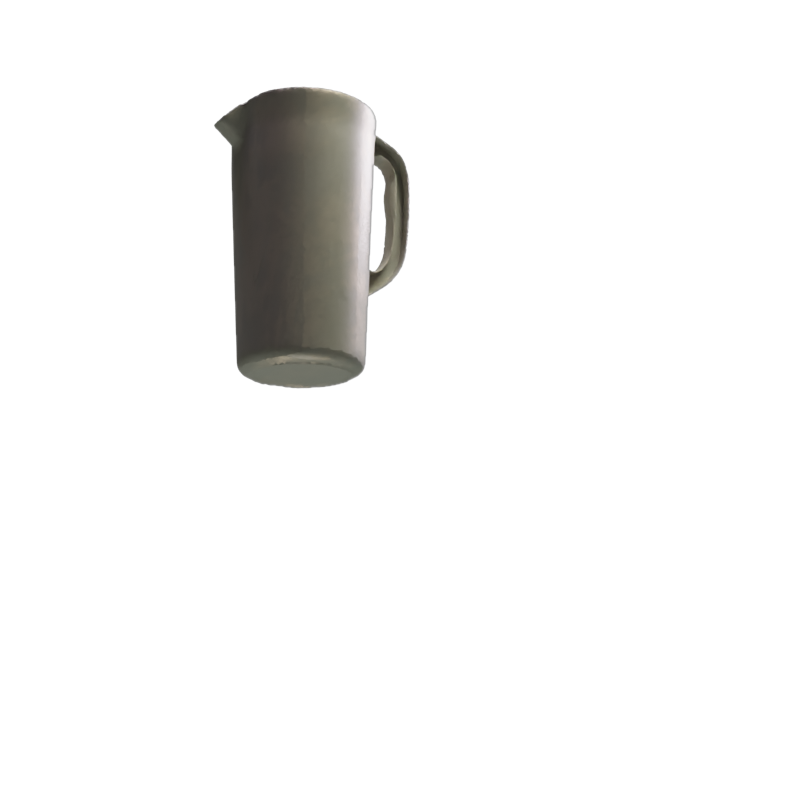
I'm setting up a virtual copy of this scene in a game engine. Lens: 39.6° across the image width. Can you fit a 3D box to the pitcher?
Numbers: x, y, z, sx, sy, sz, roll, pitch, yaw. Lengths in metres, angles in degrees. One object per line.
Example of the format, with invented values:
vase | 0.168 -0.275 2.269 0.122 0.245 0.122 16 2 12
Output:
pitcher | -0.076 -0.138 0.968 0.151 0.254 0.137 -6 -18 14
